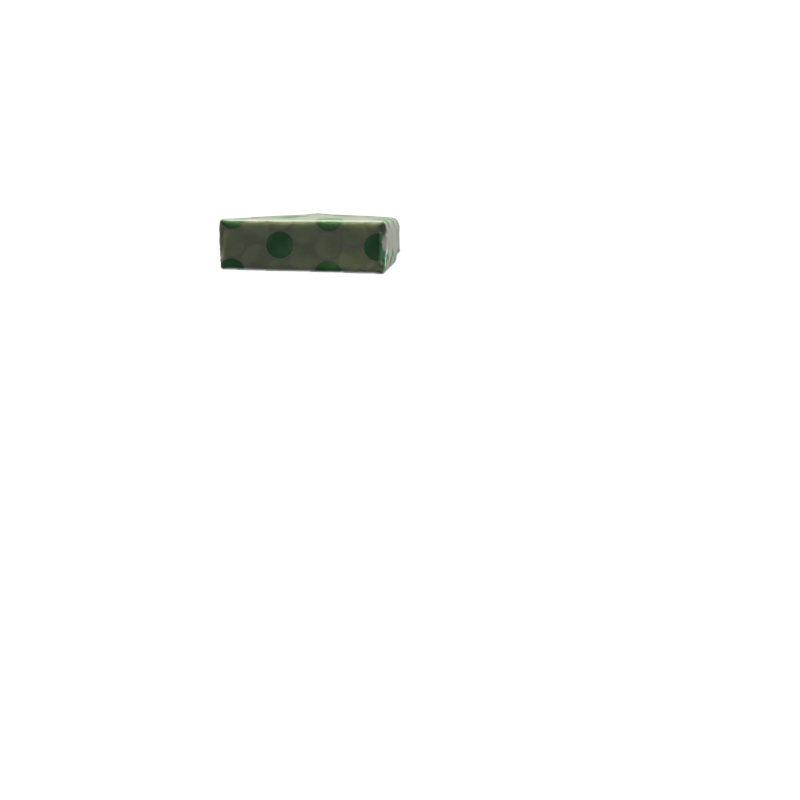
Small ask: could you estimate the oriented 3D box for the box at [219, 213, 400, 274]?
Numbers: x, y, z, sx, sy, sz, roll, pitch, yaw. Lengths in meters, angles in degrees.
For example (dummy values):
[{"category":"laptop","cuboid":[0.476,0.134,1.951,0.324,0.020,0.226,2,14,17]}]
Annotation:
[{"category":"box","cuboid":[-0.047,-0.087,0.607,0.090,0.030,0.073,1,9,8]}]
